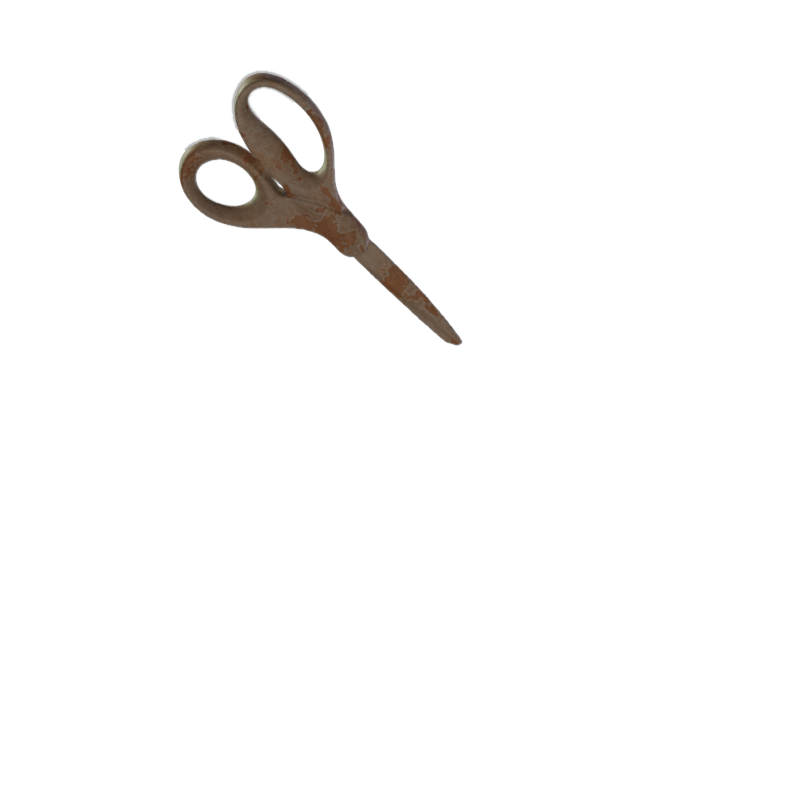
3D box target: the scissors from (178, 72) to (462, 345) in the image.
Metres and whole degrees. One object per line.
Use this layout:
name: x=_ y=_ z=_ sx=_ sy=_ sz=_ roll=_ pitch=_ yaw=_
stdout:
scissors: x=-0.049 y=-0.089 z=0.625 sx=0.096 sy=0.190 sz=0.017 roll=-24 pitch=26 yaw=12
